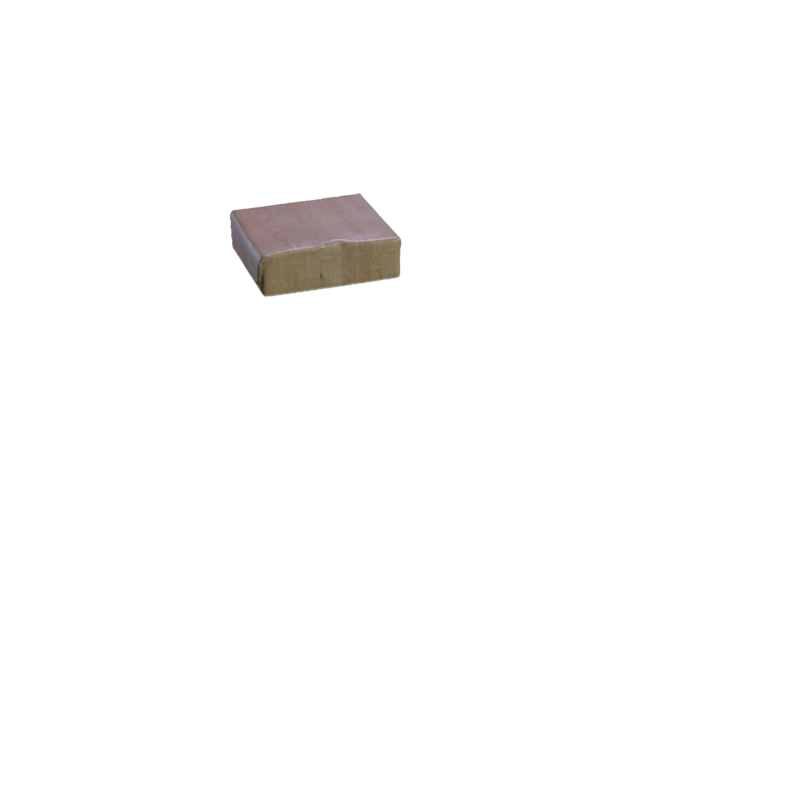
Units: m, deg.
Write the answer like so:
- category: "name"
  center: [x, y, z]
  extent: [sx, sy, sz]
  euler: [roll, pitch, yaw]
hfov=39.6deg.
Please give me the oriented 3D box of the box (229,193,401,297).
- category: "box"
  center: [-0.053, -0.097, 0.679]
  extent: [0.088, 0.028, 0.079]
  euler: [-10, 32, -16]
